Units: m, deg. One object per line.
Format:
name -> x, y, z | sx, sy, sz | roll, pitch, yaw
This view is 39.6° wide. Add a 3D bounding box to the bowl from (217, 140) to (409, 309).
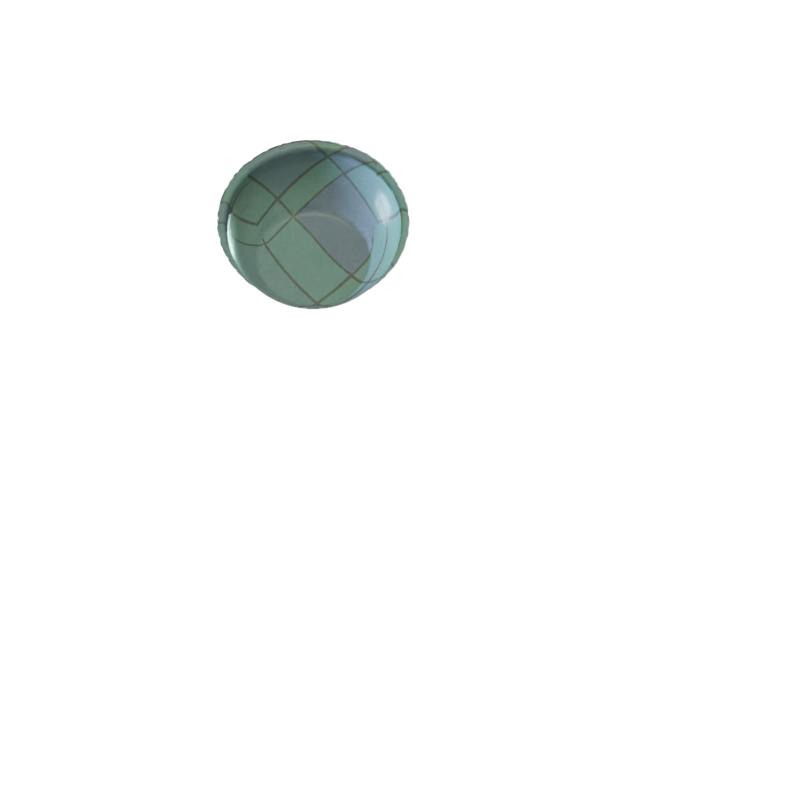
bowl -> -0.071, -0.130, 0.911 | 0.162, 0.152, 0.059 | 1, 36, -1
